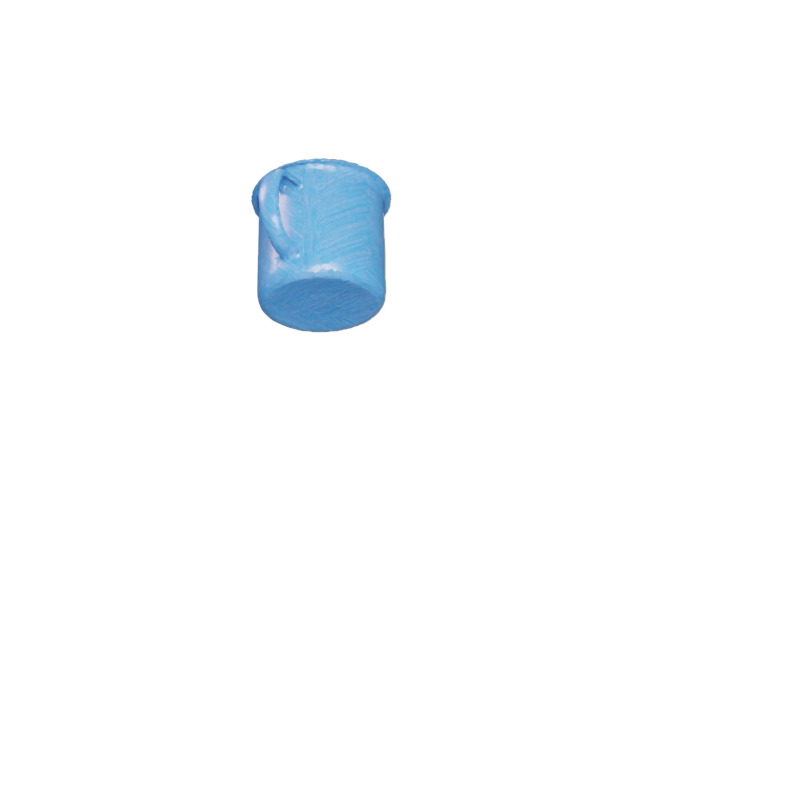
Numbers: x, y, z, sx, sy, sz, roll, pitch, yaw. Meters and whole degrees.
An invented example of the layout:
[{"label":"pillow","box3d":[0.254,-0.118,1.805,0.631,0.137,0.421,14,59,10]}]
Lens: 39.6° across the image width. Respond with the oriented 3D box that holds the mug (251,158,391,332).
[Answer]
[{"label":"mug","box3d":[-0.055,-0.101,0.707,0.094,0.087,0.108,-13,-30,20]}]
